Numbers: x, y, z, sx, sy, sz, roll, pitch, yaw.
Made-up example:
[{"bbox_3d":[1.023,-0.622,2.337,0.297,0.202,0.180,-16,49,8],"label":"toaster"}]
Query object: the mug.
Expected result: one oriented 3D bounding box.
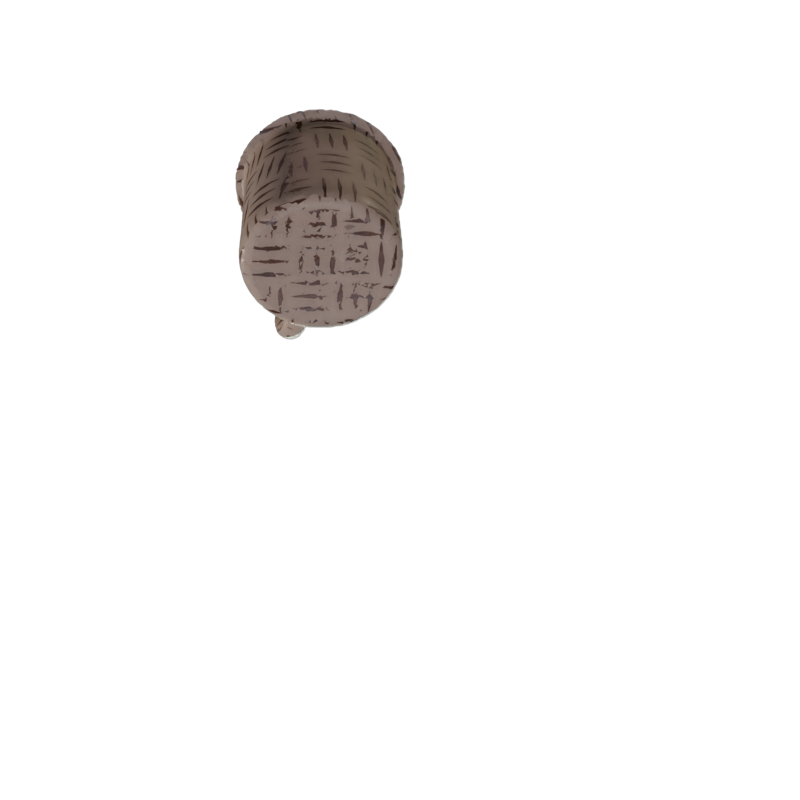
[{"bbox_3d":[-0.045,-0.083,0.581,0.091,0.112,0.087,16,34,-13],"label":"mug"}]
